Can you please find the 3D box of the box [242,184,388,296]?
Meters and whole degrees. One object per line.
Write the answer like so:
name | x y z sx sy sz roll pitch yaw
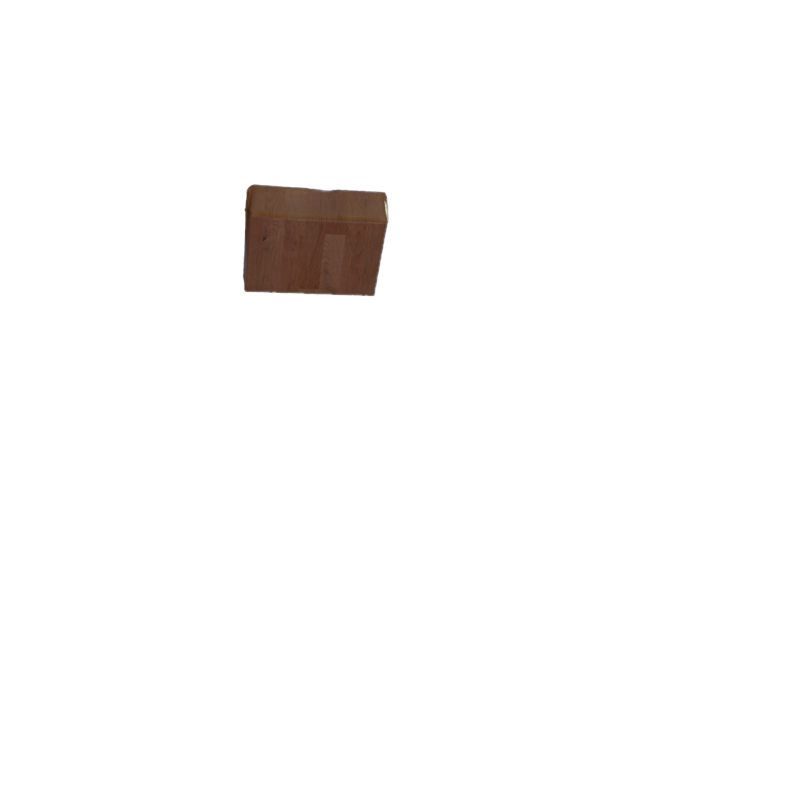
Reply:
box | -0.056 -0.102 0.712 0.089 0.032 0.068 3 -39 -4
